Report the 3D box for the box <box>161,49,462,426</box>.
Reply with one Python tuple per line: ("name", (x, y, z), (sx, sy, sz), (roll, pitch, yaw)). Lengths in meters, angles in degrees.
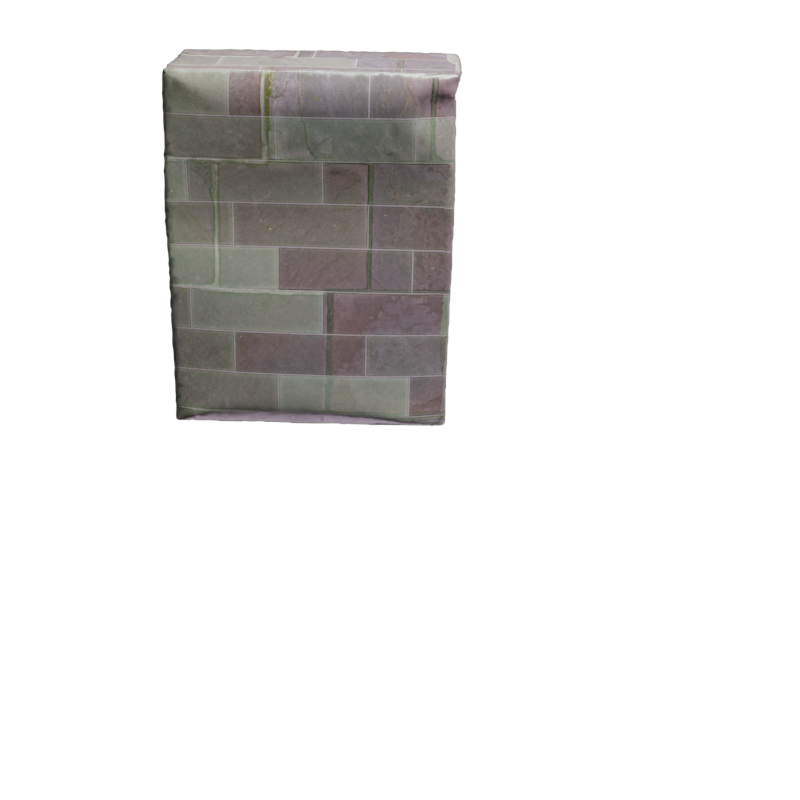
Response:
("box", (-0.051, -0.093, 0.648), (0.165, 0.204, 0.075), (2, 21, 3))
